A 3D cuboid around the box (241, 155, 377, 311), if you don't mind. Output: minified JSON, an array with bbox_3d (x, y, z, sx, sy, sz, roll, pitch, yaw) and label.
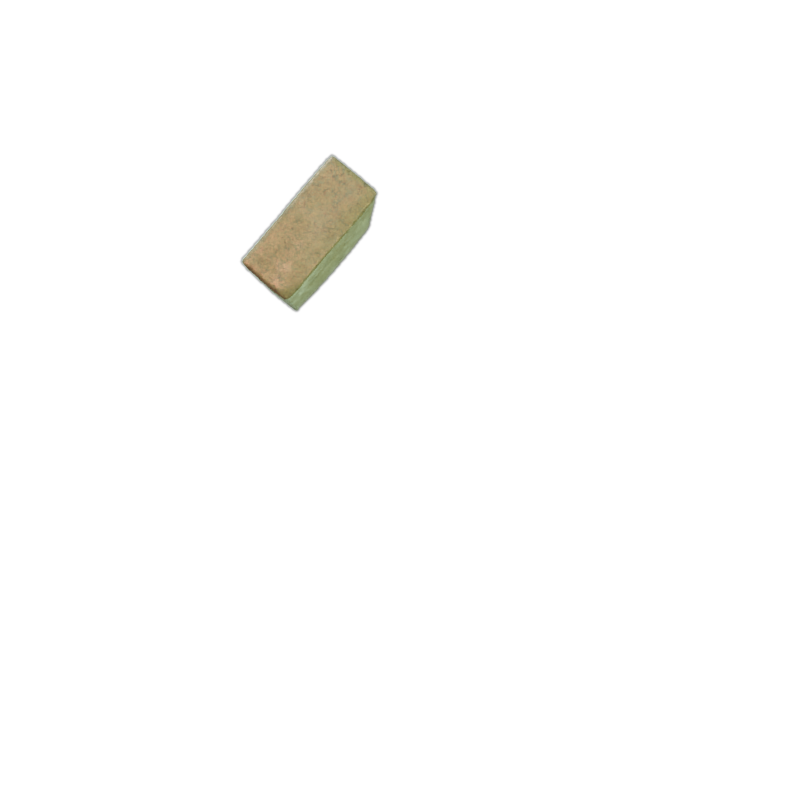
[{"bbox_3d":[-0.061,-0.112,0.787,0.048,0.093,0.177,40,0,-6],"label":"box"}]
